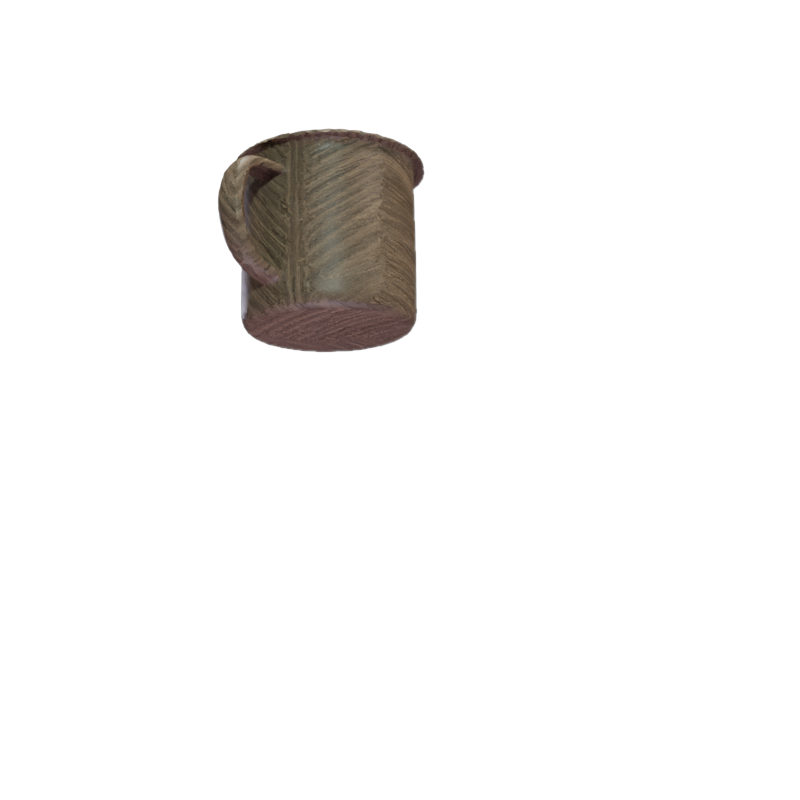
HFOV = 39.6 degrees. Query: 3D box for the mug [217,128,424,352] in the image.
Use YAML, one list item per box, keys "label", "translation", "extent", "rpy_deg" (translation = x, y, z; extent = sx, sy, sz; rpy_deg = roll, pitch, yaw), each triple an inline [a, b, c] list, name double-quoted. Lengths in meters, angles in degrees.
- label: "mug"
  translation: [-0.040, -0.074, 0.515]
  extent: [0.095, 0.085, 0.110]
  rpy_deg: [-12, -20, 33]
